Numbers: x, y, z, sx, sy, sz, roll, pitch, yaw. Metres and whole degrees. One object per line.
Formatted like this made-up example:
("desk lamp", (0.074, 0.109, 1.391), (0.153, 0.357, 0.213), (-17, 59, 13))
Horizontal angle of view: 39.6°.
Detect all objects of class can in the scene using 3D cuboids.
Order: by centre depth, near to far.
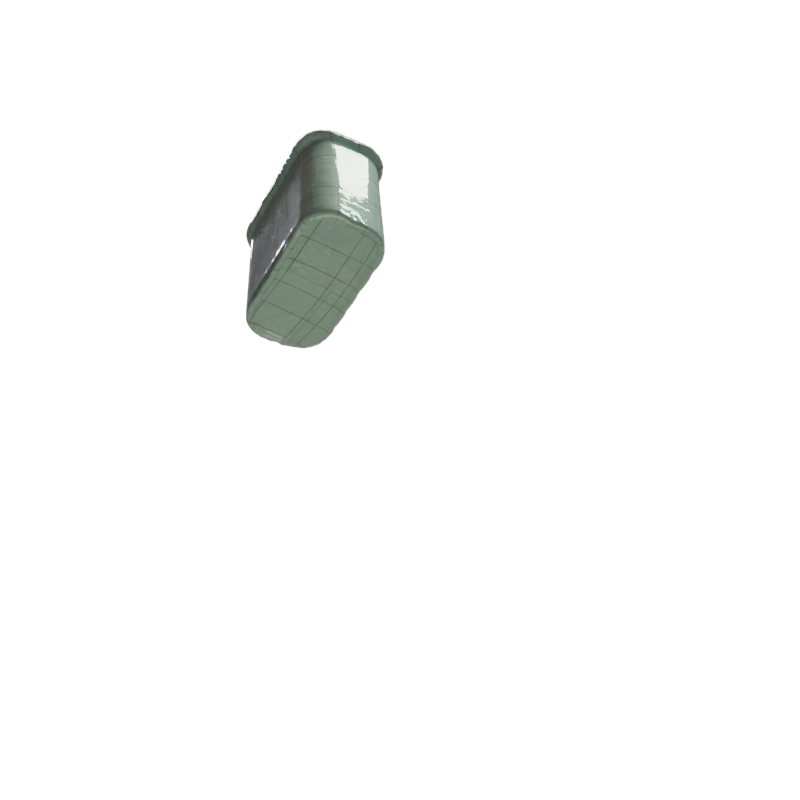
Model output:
("can", (-0.051, -0.092, 0.647), (0.055, 0.098, 0.090), (22, 36, -20))
